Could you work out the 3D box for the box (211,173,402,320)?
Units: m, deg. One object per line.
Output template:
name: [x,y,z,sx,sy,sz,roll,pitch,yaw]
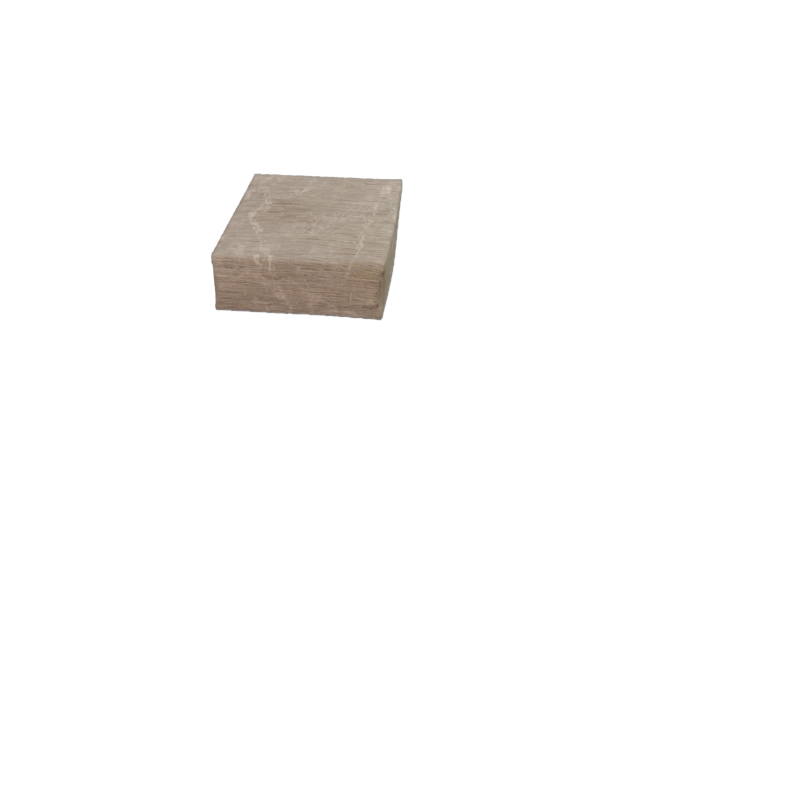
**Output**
box: [-0.048,-0.087,0.611,0.091,0.037,0.119,3,30,5]
